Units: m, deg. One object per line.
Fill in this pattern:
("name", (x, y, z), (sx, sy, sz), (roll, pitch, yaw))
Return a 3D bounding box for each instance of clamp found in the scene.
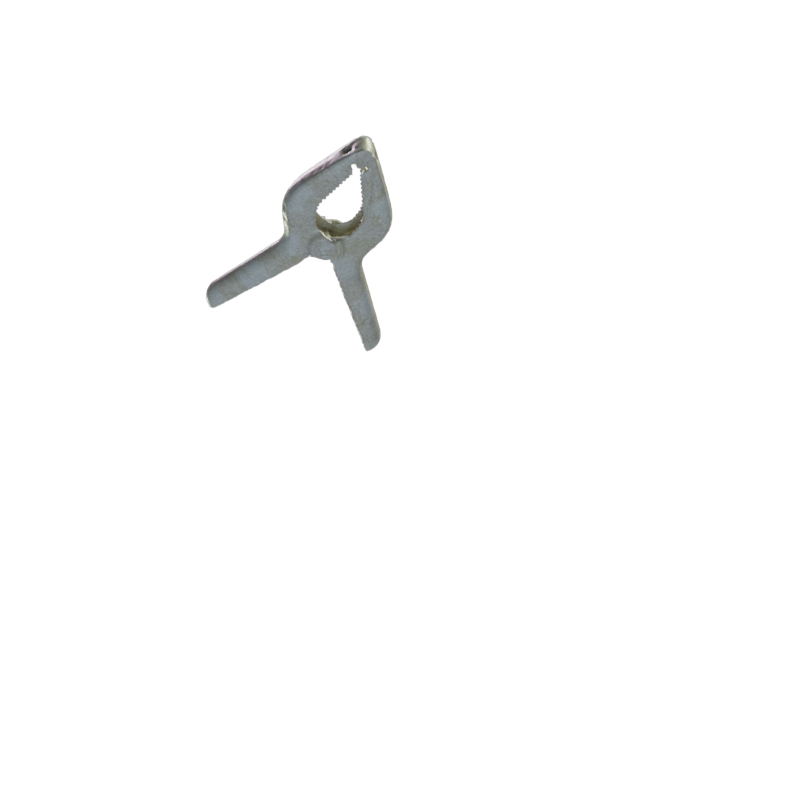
("clamp", (-0.075, -0.138, 0.963), (0.162, 0.199, 0.039), (11, 36, -8))
